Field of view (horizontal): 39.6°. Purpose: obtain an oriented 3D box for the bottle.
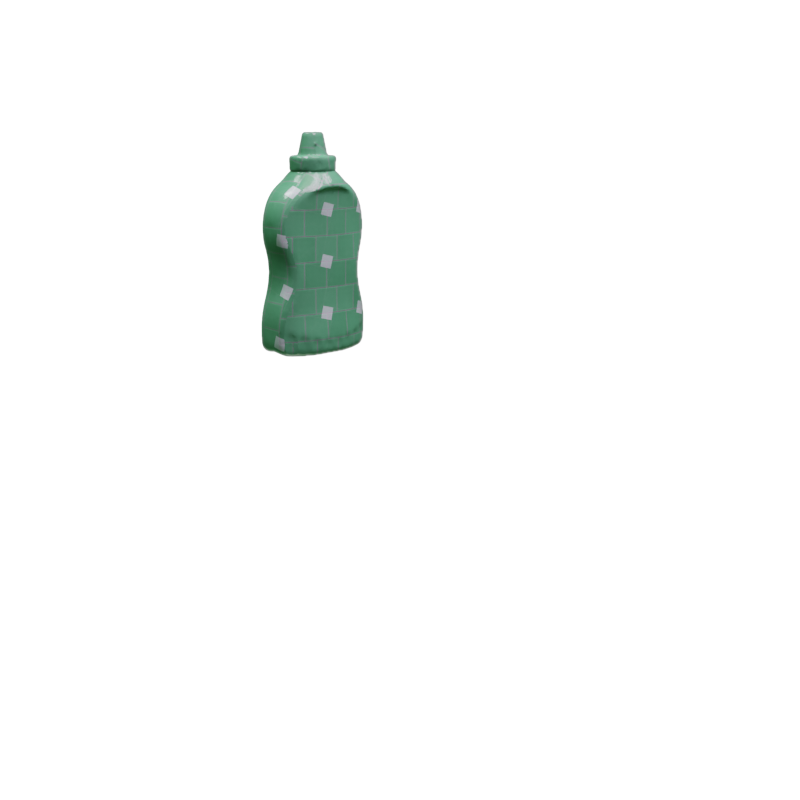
[{"bbox_3d":[-0.077,-0.139,0.975,0.093,0.188,0.061,-7,11,-39],"label":"bottle"}]
